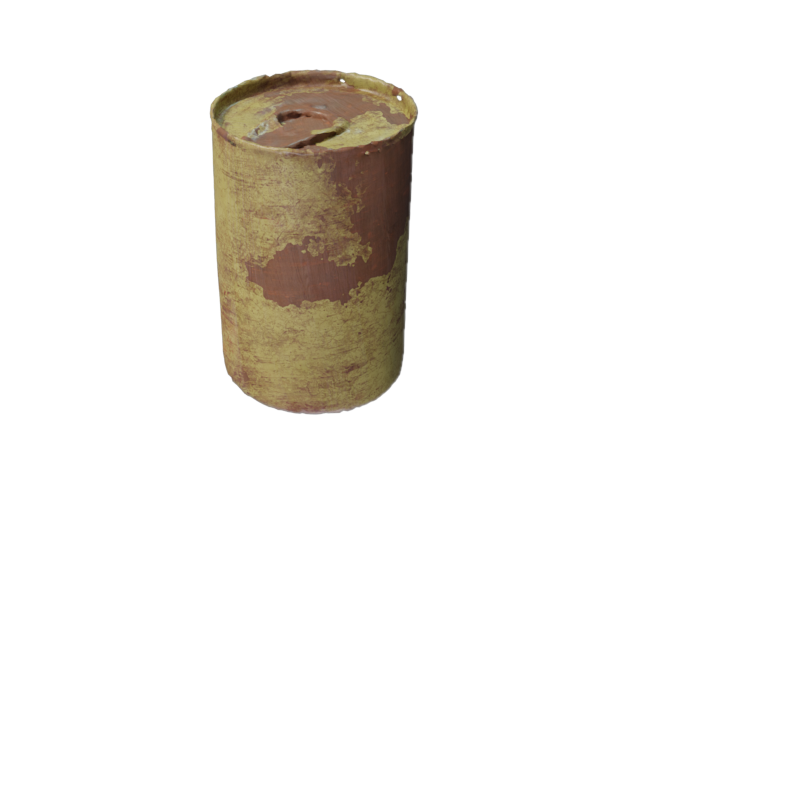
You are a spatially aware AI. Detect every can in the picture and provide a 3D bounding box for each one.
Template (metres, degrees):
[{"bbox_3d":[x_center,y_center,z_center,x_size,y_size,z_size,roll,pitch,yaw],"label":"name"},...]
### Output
[{"bbox_3d":[-0.030,-0.055,0.386,0.068,0.096,0.073,0,33,-3],"label":"can"}]
